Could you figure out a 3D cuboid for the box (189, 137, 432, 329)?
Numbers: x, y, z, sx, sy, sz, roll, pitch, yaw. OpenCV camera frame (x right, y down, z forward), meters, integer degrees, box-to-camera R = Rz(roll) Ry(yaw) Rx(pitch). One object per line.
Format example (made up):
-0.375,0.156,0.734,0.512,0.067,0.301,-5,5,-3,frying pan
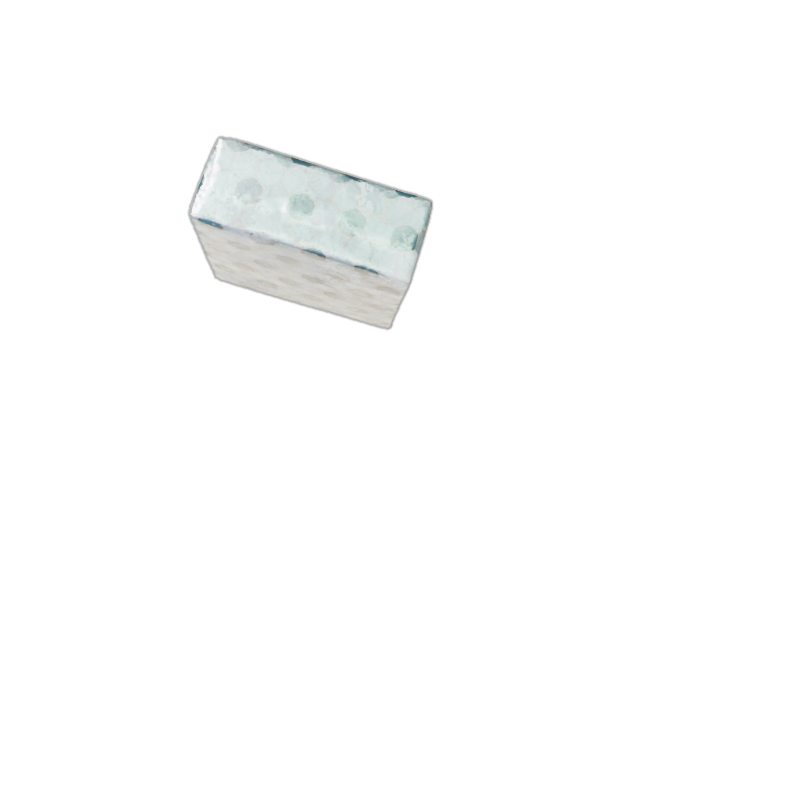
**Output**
-0.069,-0.125,0.875,0.165,0.073,0.209,17,-8,0,box
